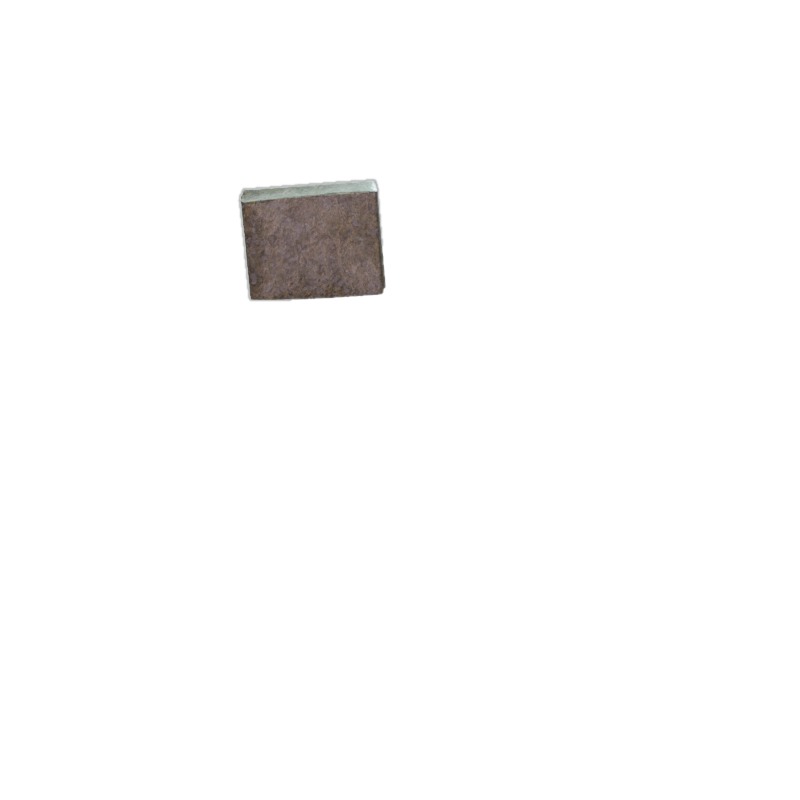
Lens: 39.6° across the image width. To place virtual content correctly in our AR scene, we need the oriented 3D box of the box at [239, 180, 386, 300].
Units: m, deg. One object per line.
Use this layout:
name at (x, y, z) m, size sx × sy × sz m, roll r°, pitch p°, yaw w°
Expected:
box at (-0.071, -0.129, 0.908) m, size 0.113 × 0.086 × 0.041 m, roll -4°, pitch 19°, yaw 1°
